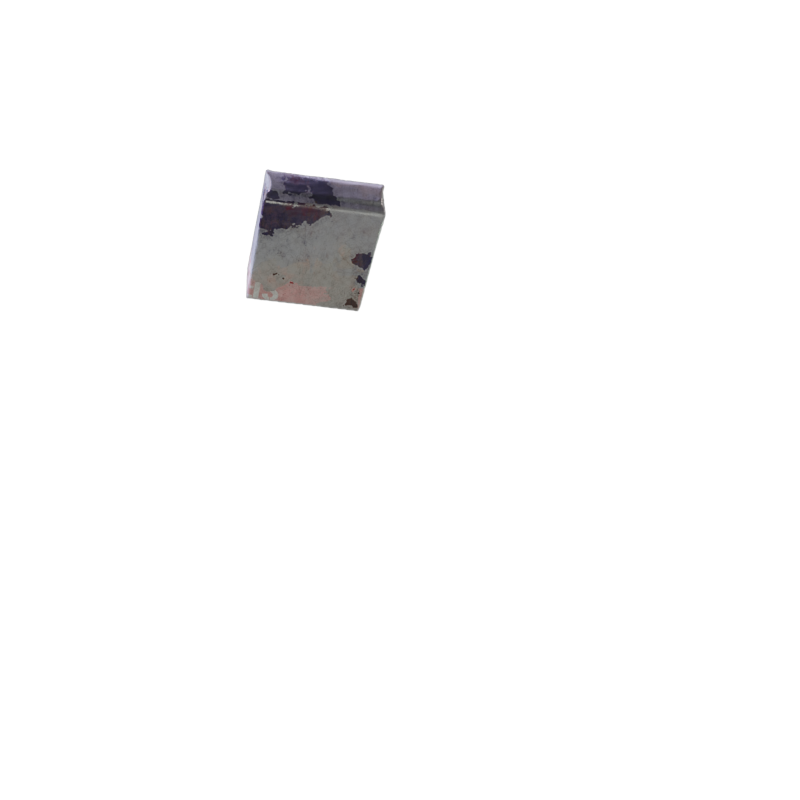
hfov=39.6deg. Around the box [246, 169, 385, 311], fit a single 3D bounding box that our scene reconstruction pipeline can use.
[{"bbox_3d":[-0.053,-0.097,0.679,0.072,0.032,0.084,7,-43,-8],"label":"box"}]
